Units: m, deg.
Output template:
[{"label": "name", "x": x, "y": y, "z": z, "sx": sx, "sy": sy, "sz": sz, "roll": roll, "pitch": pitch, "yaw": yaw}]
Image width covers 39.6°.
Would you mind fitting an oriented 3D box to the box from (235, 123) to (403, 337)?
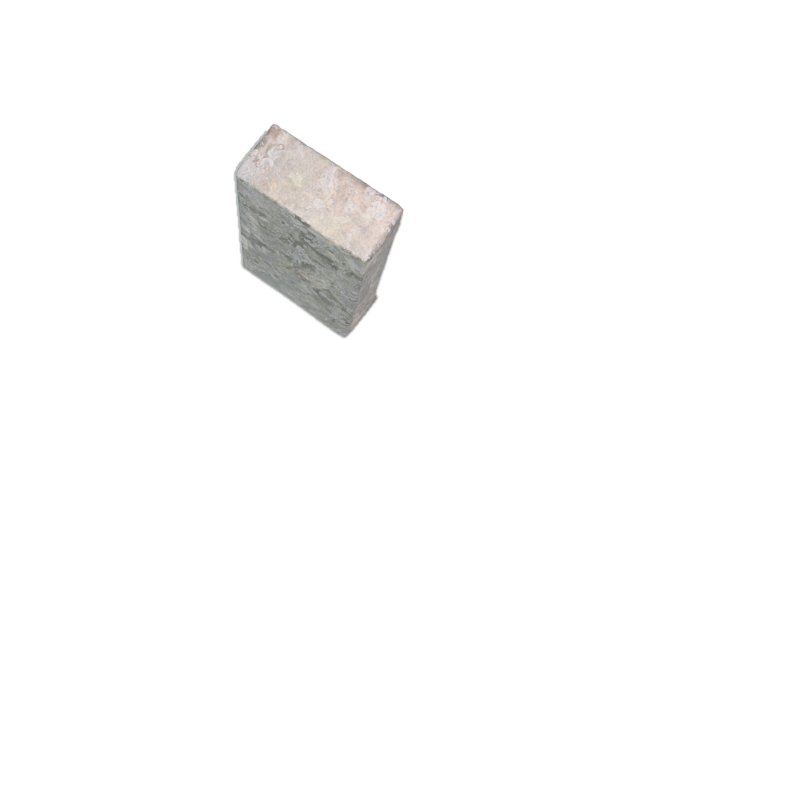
[{"label": "box", "x": -0.055, "y": -0.099, "z": 0.697, "sx": 0.095, "sy": 0.049, "sz": 0.171, "roll": 35, "pitch": -10, "yaw": 4}]
